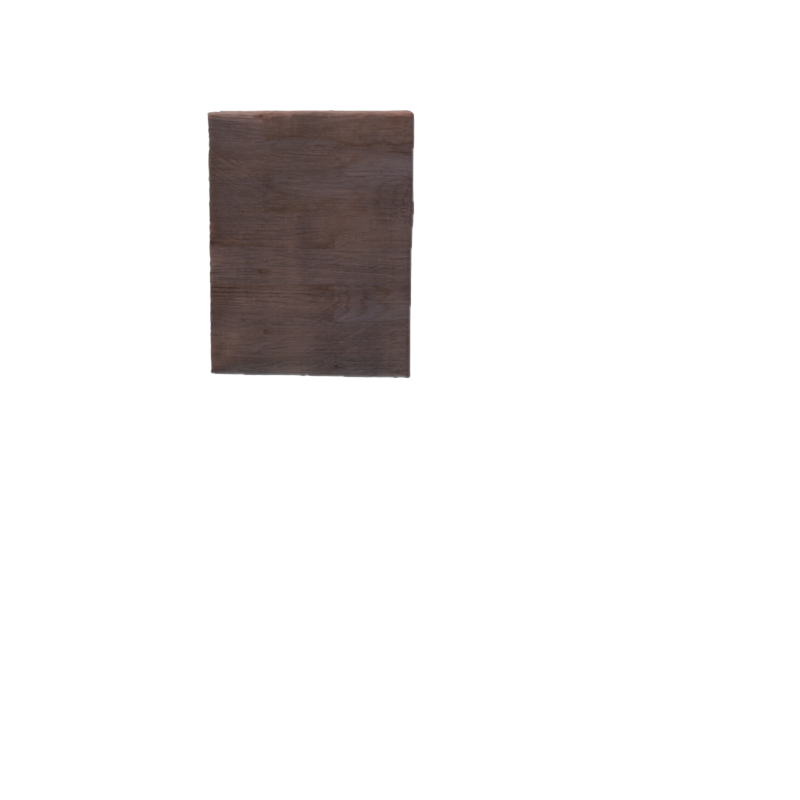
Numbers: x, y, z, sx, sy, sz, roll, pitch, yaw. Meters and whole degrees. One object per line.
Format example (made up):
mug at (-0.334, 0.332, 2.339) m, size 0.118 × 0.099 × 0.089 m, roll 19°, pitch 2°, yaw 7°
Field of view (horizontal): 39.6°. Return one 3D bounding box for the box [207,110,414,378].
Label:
box at (-0.071, -0.129, 0.907) m, size 0.165 × 0.210 × 0.073 m, roll 1°, pitch 8°, yaw 3°
